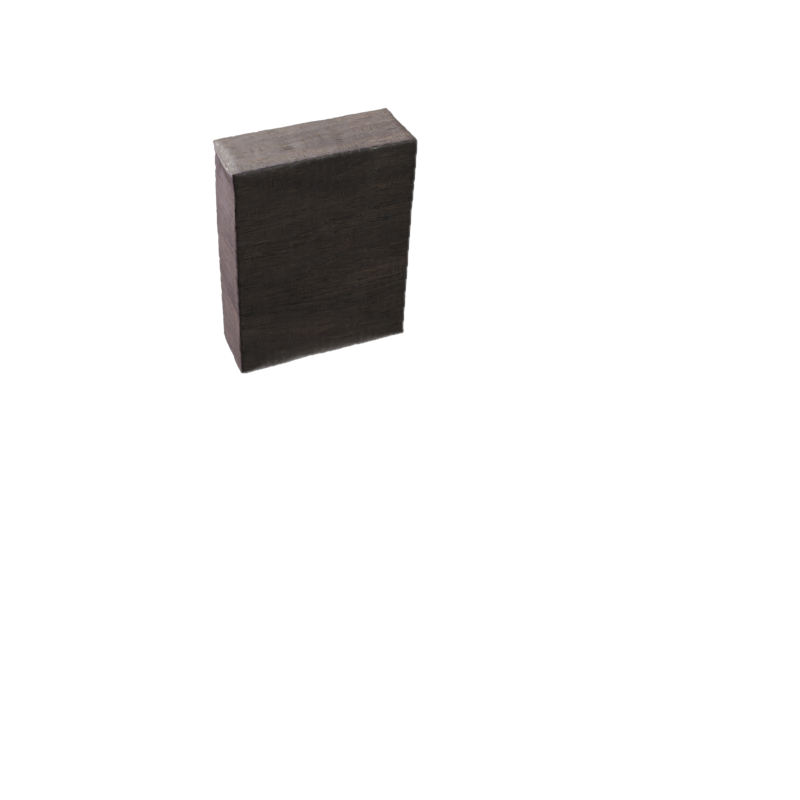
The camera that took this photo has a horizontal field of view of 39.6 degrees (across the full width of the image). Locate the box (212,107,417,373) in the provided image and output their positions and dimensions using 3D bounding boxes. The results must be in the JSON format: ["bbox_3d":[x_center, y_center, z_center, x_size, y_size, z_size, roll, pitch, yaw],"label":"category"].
[{"bbox_3d":[-0.077,-0.140,0.982,0.162,0.200,0.078,-14,41,-19],"label":"box"}]
